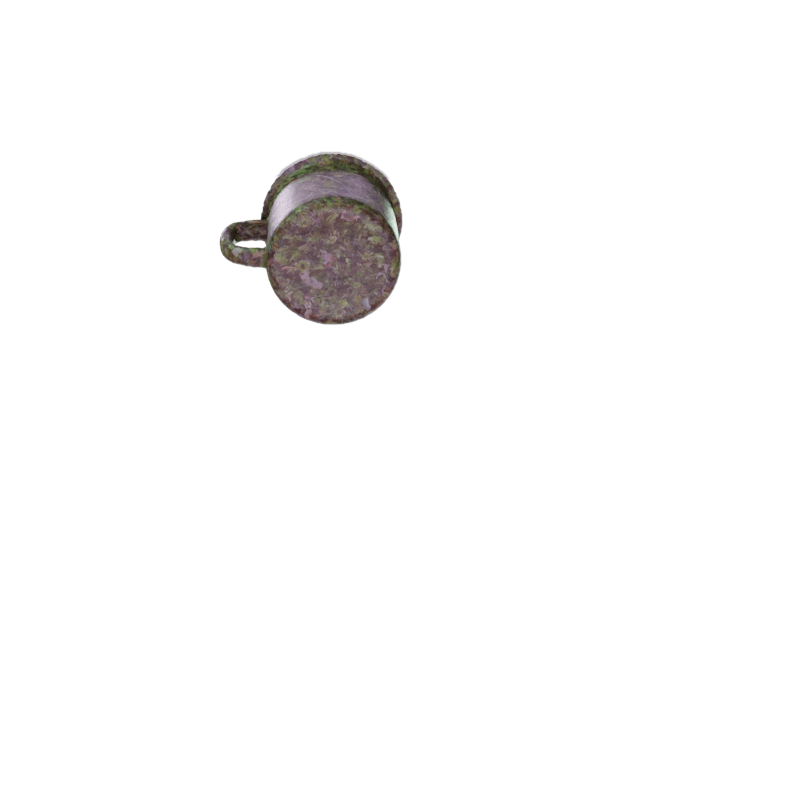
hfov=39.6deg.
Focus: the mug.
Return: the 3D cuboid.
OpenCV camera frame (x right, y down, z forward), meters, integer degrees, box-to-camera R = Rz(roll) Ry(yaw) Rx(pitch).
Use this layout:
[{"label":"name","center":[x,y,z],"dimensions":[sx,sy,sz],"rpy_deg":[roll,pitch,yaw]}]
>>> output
[{"label":"mug","center":[-0.054,-0.099,0.692],"dimensions":[0.117,0.089,0.086],"rpy_deg":[1,24,-2]}]
